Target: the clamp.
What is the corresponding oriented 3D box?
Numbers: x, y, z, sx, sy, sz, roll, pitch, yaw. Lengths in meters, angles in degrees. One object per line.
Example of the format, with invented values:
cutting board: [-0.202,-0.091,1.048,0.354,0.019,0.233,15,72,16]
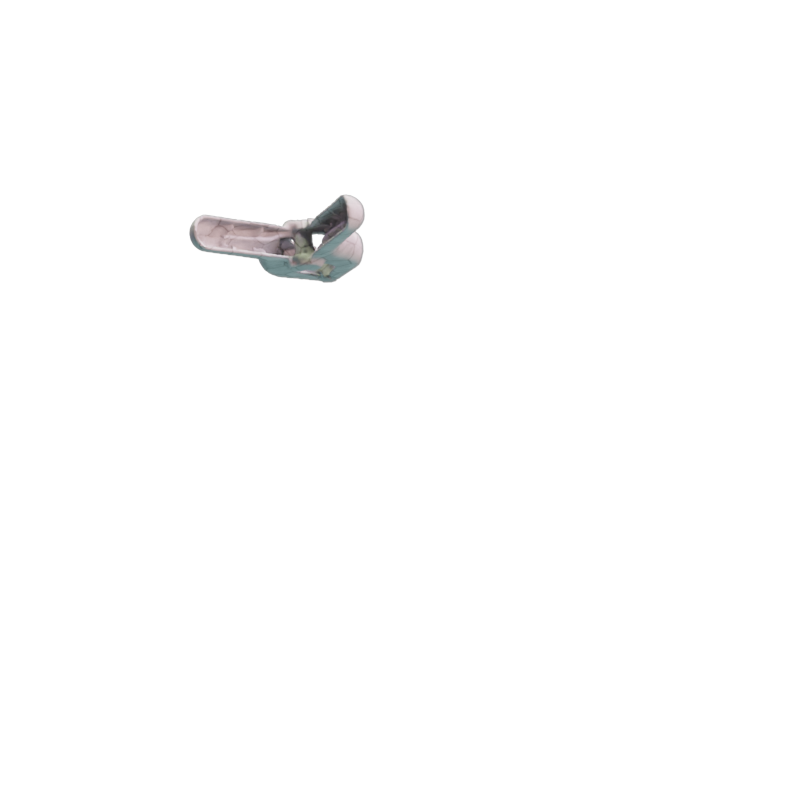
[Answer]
clamp: [-0.063,-0.115,0.804,0.123,0.040,0.165,-1,-2,20]
